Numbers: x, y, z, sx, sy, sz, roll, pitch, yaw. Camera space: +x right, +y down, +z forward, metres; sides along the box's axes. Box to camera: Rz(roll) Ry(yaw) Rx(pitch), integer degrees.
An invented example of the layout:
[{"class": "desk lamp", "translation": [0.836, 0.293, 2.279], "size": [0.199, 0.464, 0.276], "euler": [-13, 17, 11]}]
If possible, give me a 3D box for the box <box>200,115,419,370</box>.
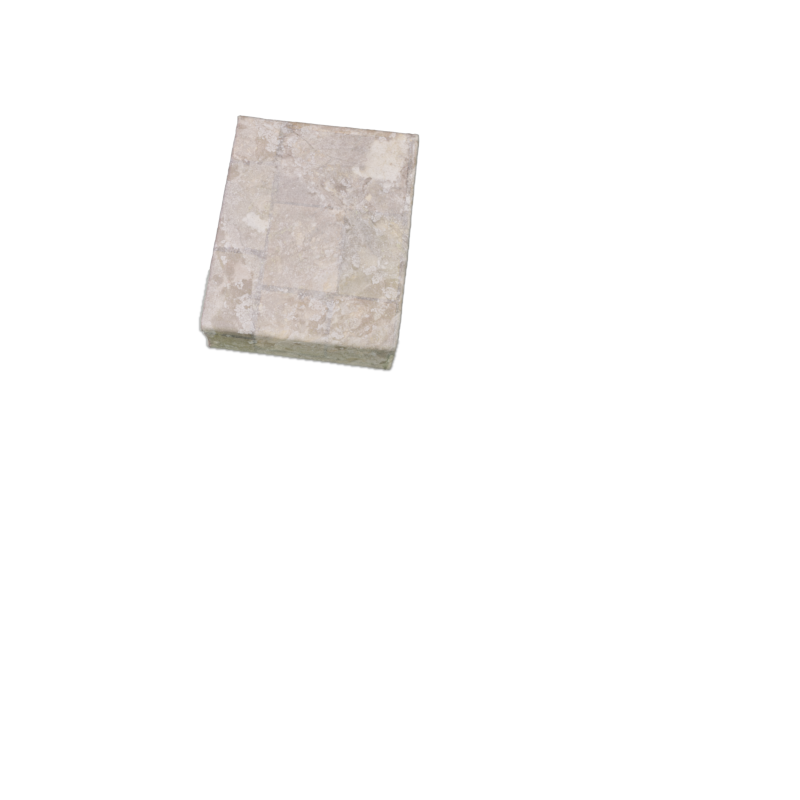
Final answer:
[{"class": "box", "translation": [-0.041, -0.075, 0.529], "size": [0.090, 0.119, 0.037], "euler": [6, -23, 2]}]
